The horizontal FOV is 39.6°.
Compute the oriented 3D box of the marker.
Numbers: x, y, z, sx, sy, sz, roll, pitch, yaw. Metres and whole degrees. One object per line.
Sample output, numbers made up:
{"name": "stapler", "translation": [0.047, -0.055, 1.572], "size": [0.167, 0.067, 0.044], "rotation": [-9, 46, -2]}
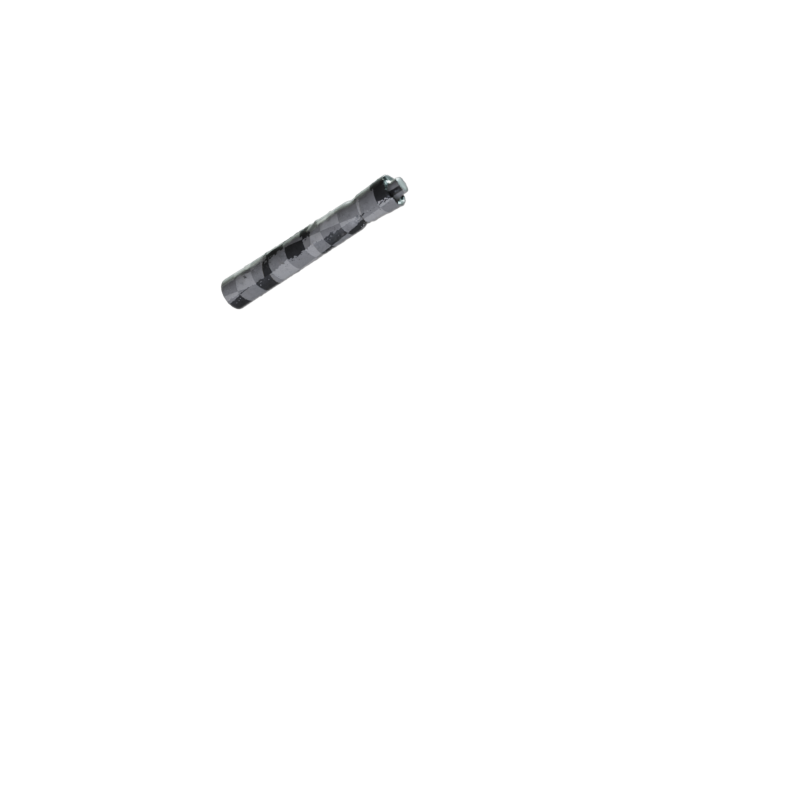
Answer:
{"name": "marker", "translation": [-0.046, -0.084, 0.586], "size": [0.121, 0.020, 0.019], "rotation": [-29, -11, 27]}
